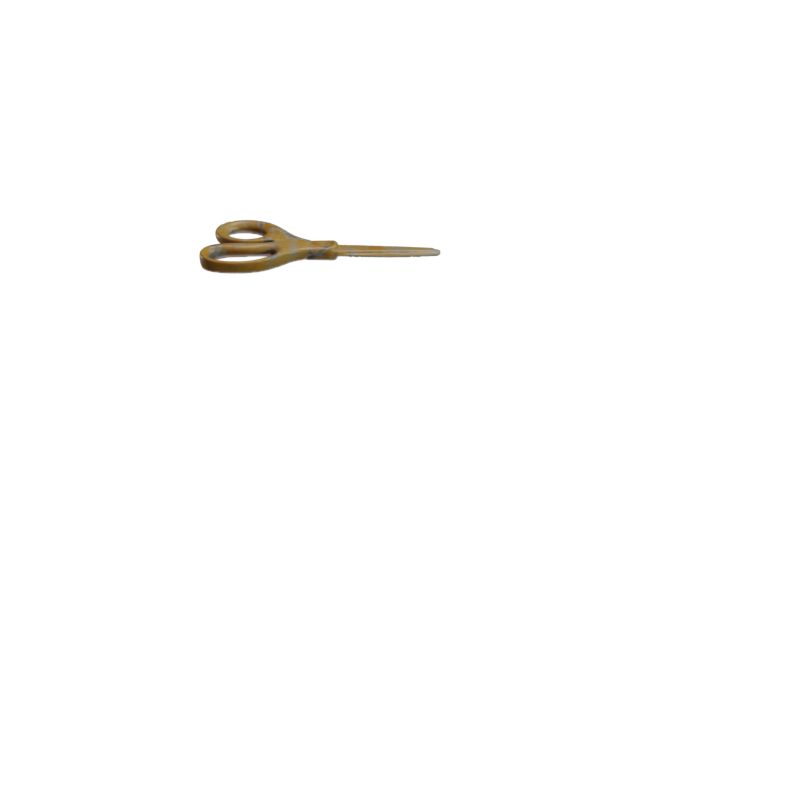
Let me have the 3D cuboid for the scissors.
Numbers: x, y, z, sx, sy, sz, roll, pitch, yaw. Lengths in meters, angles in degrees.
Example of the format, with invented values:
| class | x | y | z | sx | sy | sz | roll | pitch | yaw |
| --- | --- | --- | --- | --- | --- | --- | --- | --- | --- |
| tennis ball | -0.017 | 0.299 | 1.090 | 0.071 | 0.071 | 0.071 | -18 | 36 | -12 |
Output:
| class | x | y | z | sx | sy | sz | roll | pitch | yaw |
| --- | --- | --- | --- | --- | --- | --- | --- | --- | --- |
| scissors | -0.075 | -0.138 | 0.964 | 0.199 | 0.015 | 0.103 | -7 | 32 | -12 |
